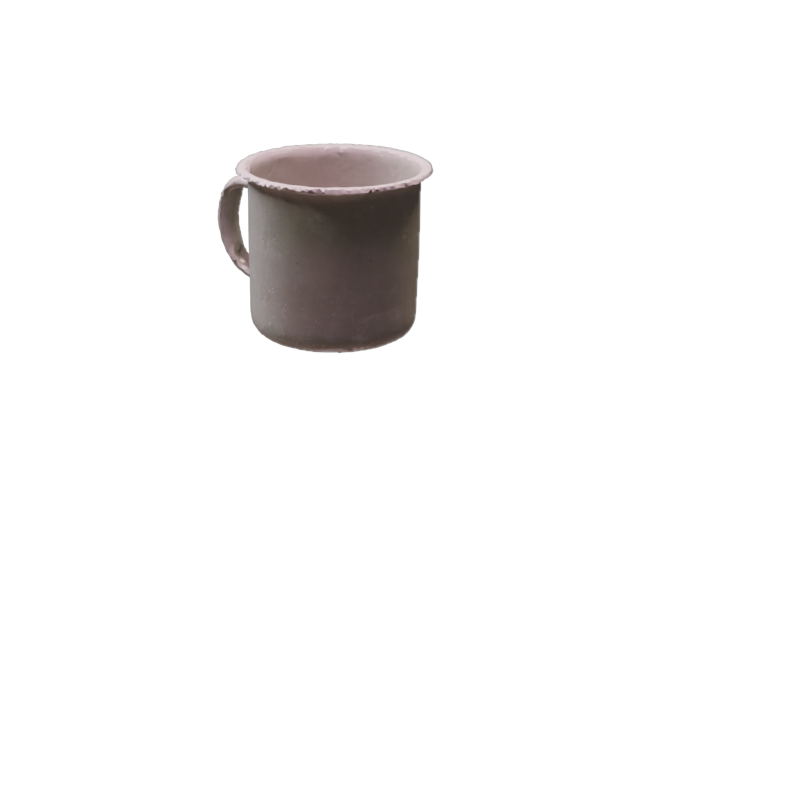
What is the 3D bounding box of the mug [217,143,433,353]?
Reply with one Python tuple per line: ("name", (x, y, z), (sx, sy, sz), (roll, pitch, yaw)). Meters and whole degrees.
("mug", (-0.042, -0.077, 0.540), (0.123, 0.078, 0.093), (14, 26, 30))
